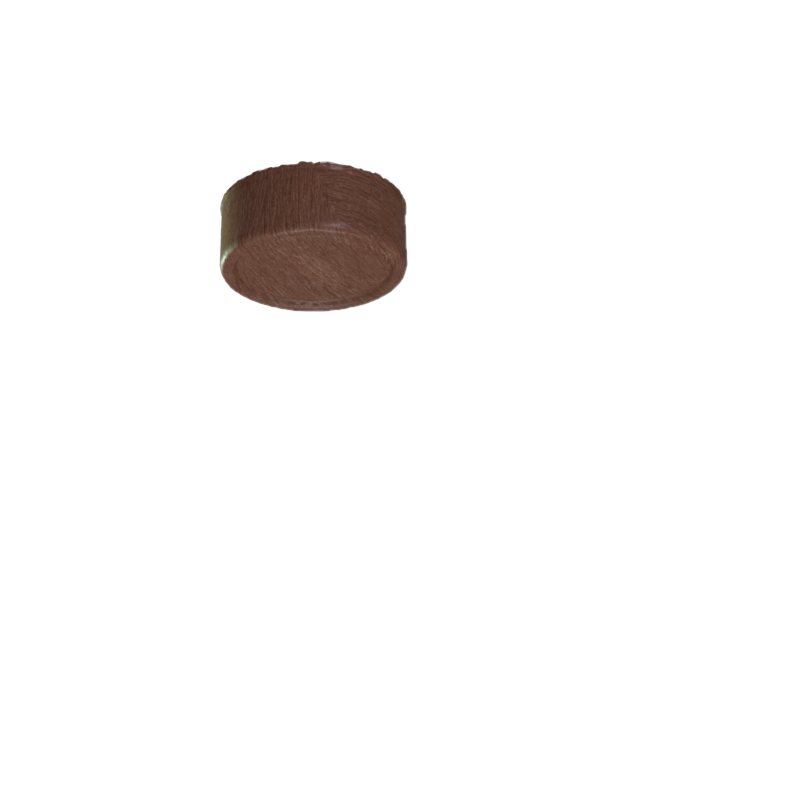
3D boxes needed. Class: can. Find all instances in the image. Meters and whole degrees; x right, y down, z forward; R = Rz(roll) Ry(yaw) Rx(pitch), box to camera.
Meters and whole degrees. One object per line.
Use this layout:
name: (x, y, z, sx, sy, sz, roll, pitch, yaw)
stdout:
can: (-0.039, -0.072, 0.503, 0.086, 0.035, 0.081, 0, -22, -2)
